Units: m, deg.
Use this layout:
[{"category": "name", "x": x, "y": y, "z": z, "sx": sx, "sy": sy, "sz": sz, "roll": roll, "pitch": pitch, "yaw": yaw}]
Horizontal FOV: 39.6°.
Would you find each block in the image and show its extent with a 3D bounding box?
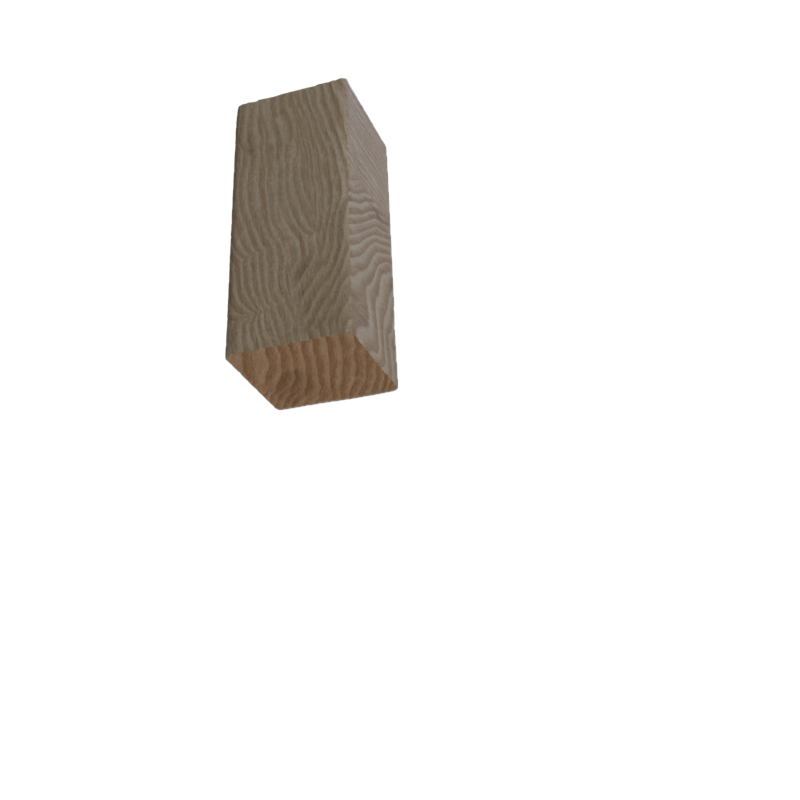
[{"category": "block", "x": -0.061, "y": -0.110, "z": 0.775, "sx": 0.091, "sy": 0.220, "sz": 0.084, "roll": -12, "pitch": -32, "yaw": 16}]
